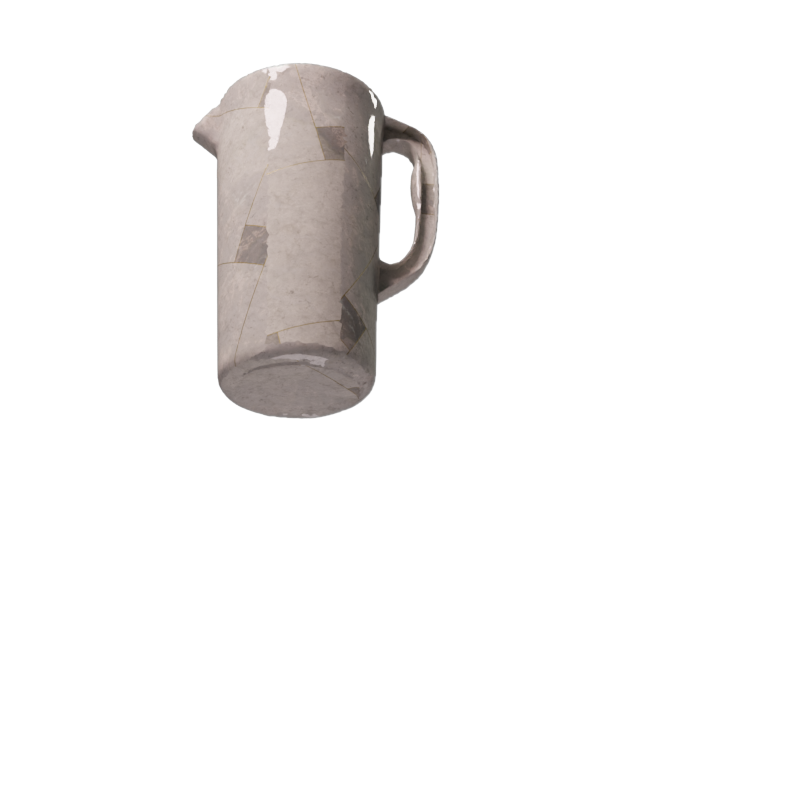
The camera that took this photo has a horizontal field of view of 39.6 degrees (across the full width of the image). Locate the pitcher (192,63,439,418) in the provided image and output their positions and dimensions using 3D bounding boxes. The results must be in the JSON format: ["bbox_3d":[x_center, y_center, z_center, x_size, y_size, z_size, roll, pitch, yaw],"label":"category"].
[{"bbox_3d":[-0.064,-0.116,0.813,0.150,0.259,0.135,-22,-35,32],"label":"pitcher"}]
